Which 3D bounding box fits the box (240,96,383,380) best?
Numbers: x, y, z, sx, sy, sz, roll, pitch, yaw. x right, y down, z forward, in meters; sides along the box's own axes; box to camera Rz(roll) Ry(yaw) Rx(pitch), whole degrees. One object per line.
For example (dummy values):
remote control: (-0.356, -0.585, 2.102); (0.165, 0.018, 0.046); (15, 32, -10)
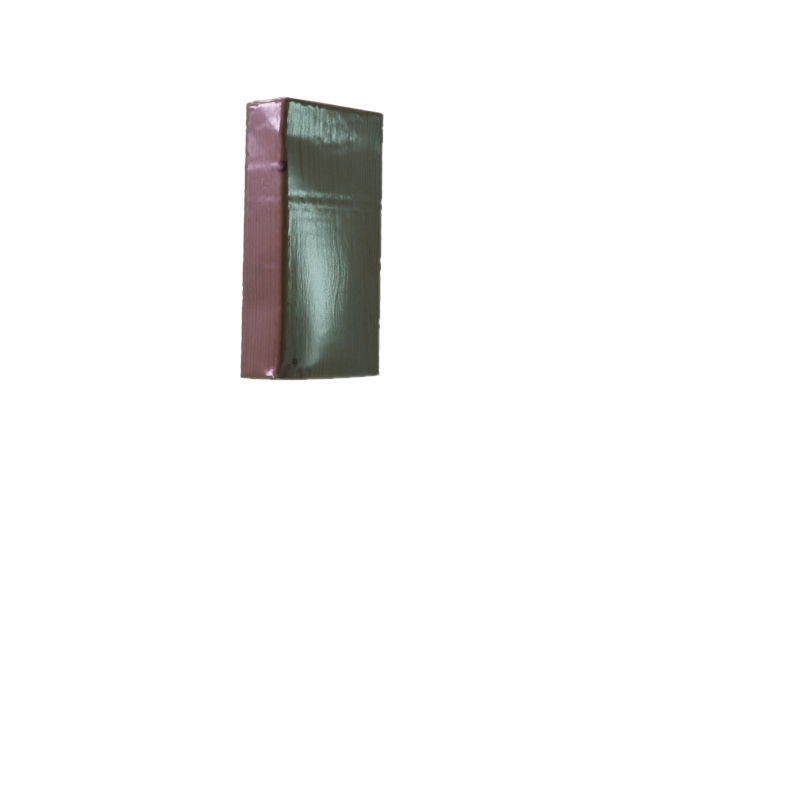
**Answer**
box: (-0.056, -0.103, 0.719); (0.050, 0.178, 0.089); (-3, -4, 43)
